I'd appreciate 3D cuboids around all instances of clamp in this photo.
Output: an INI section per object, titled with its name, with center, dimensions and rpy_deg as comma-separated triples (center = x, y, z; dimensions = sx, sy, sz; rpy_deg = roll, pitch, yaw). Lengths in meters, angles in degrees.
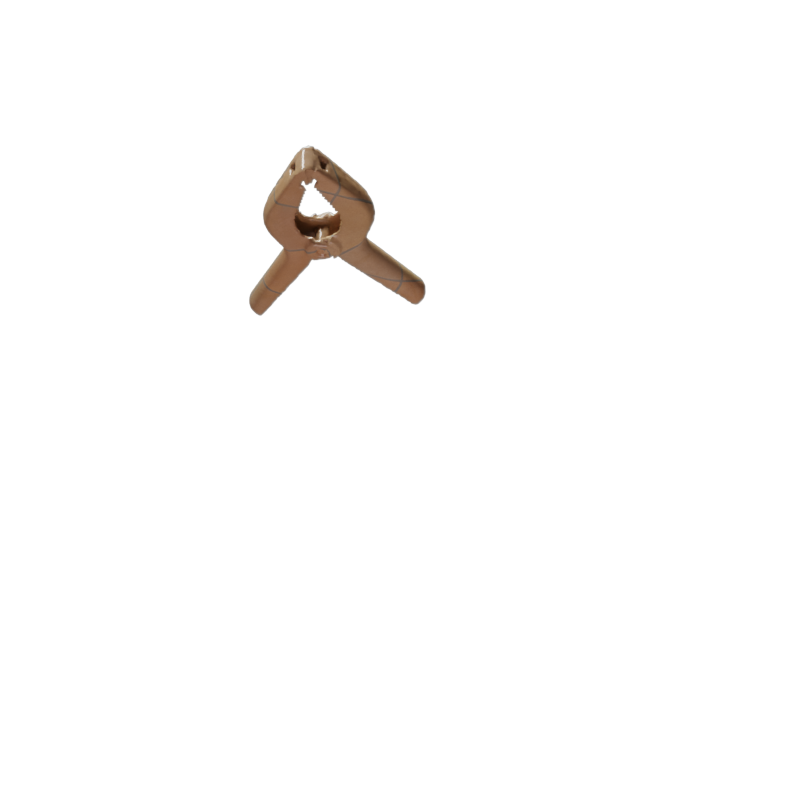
[clamp]
center = -0.076, -0.139, 0.971
dimensions = 0.166, 0.039, 0.194
rpy_deg = -8, -34, 11
